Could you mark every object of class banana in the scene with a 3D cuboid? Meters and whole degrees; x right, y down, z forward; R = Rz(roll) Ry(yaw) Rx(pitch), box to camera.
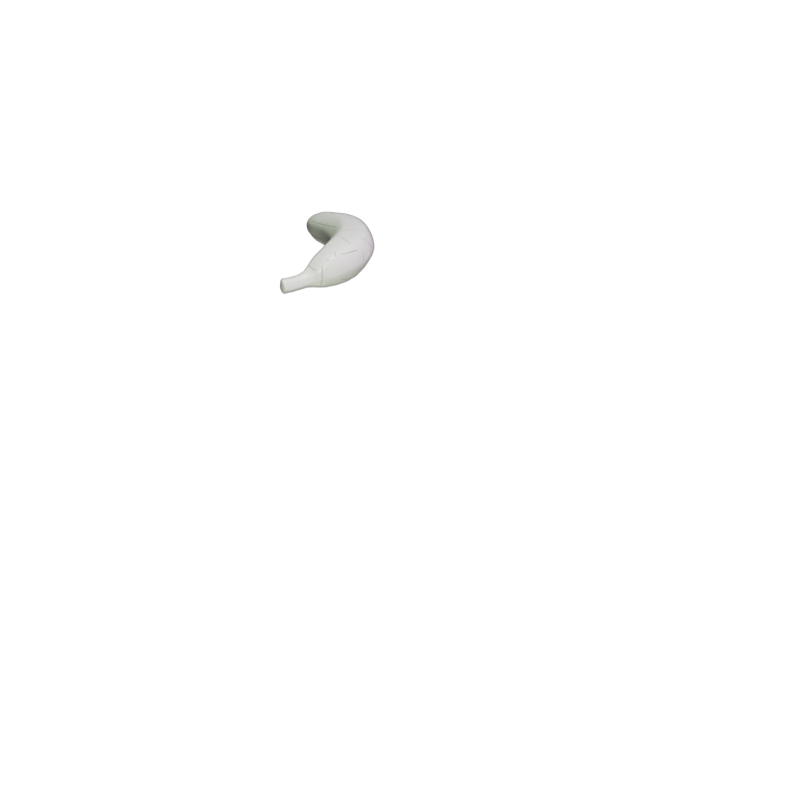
[{"bbox_3d":[-0.056,-0.133,0.943,0.070,0.035,0.205,1,21,2],"label":"banana"}]
